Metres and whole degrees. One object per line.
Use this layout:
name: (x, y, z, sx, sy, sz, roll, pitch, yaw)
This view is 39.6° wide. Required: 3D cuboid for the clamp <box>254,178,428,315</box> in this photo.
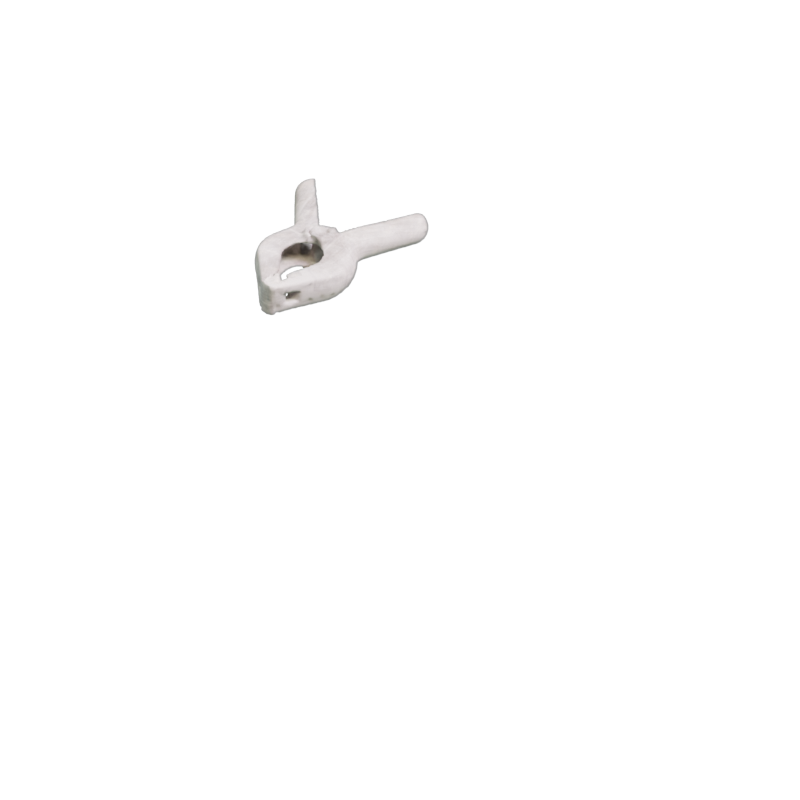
clamp: (-0.069, -0.126, 0.886, 0.127, 0.037, 0.173, 21, 39, 29)
